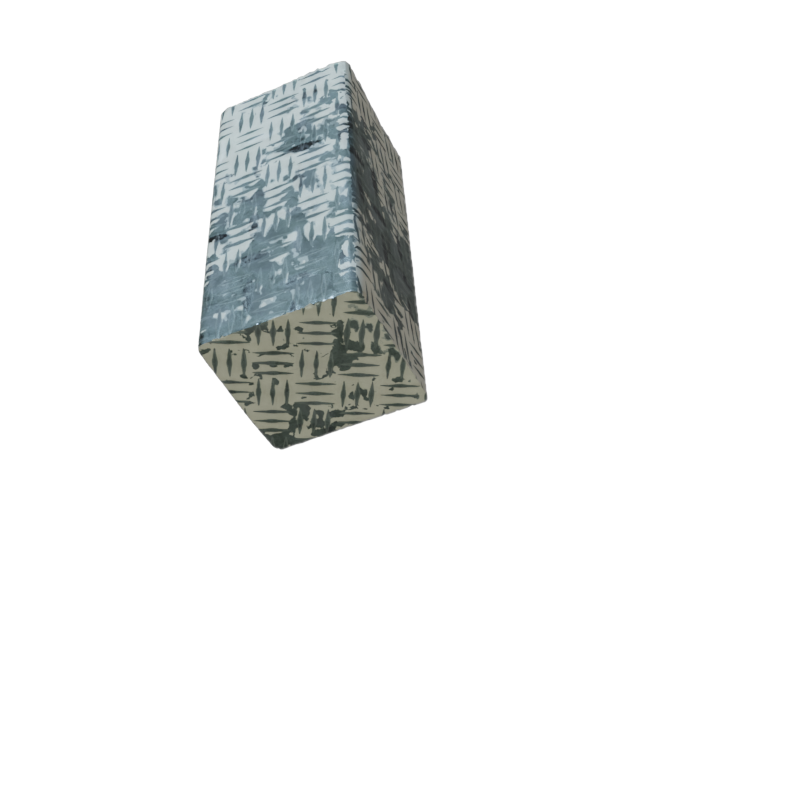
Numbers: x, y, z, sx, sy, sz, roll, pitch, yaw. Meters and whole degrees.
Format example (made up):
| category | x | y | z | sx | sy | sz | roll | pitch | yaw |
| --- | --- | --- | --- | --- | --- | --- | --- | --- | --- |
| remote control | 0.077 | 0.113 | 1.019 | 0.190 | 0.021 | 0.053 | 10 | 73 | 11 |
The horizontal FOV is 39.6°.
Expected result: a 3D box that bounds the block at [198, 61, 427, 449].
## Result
| category | x | y | z | sx | sy | sz | roll | pitch | yaw |
| --- | --- | --- | --- | --- | --- | --- | --- | --- | --- |
| block | -0.050 | -0.090 | 0.629 | 0.091 | 0.221 | 0.083 | -20 | -48 | 15 |
